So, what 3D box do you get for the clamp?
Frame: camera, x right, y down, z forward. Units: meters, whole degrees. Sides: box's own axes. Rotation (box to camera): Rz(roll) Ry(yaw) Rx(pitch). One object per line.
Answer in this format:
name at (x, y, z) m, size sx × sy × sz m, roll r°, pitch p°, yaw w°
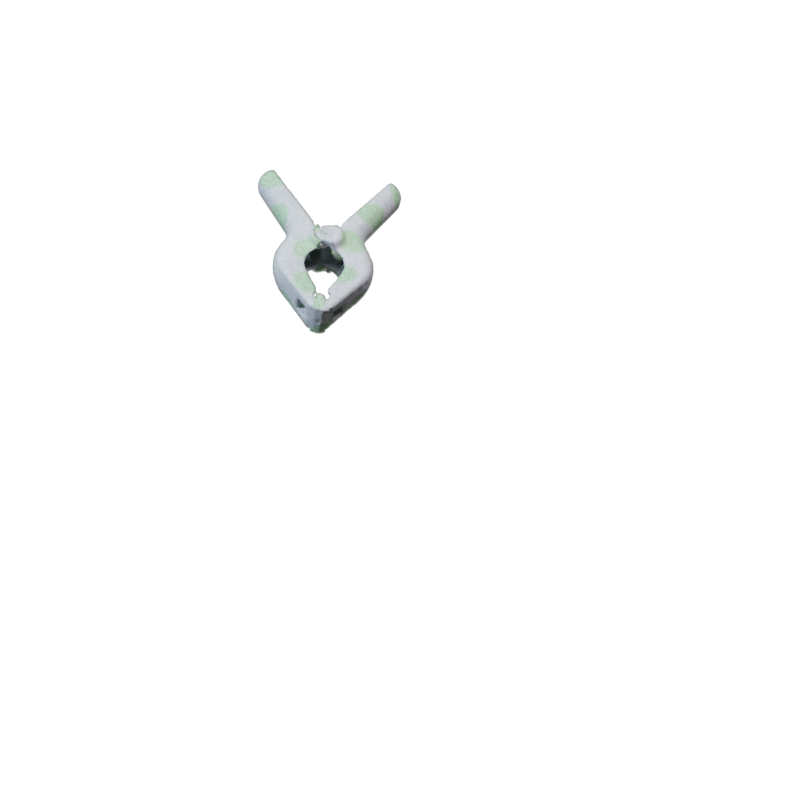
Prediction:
clamp at (-0.070, -0.127, 0.893) m, size 0.122 × 0.036 × 0.182 m, roll 7°, pitch 44°, yaw 7°
